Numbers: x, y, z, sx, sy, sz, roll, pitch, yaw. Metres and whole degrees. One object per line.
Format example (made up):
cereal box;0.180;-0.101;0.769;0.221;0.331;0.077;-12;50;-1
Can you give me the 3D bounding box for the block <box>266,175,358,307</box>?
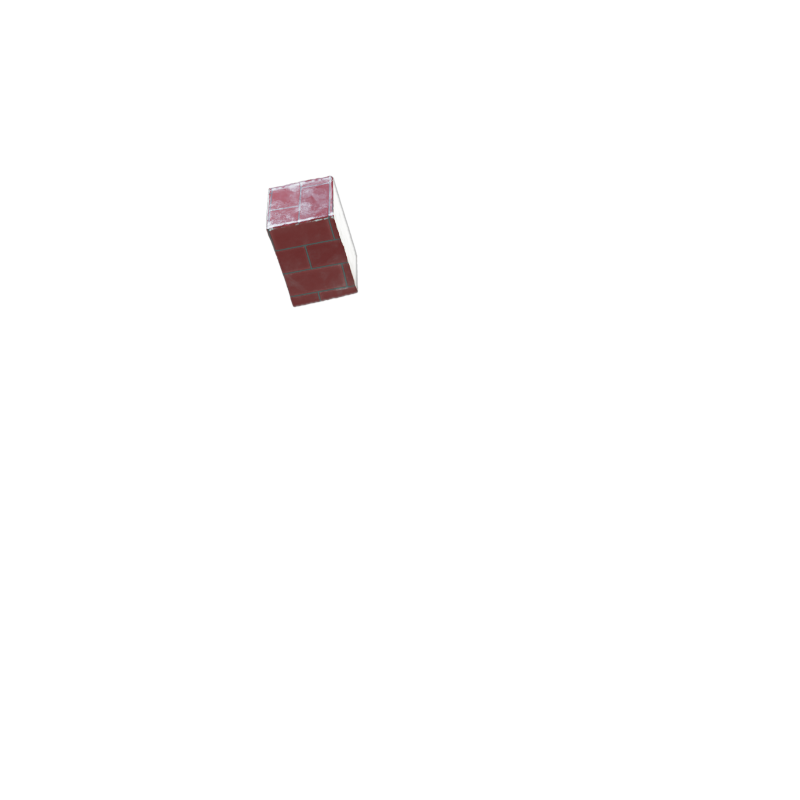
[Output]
block;-0.065;-0.119;0.832;0.053;0.072;0.055;-10;40;7
